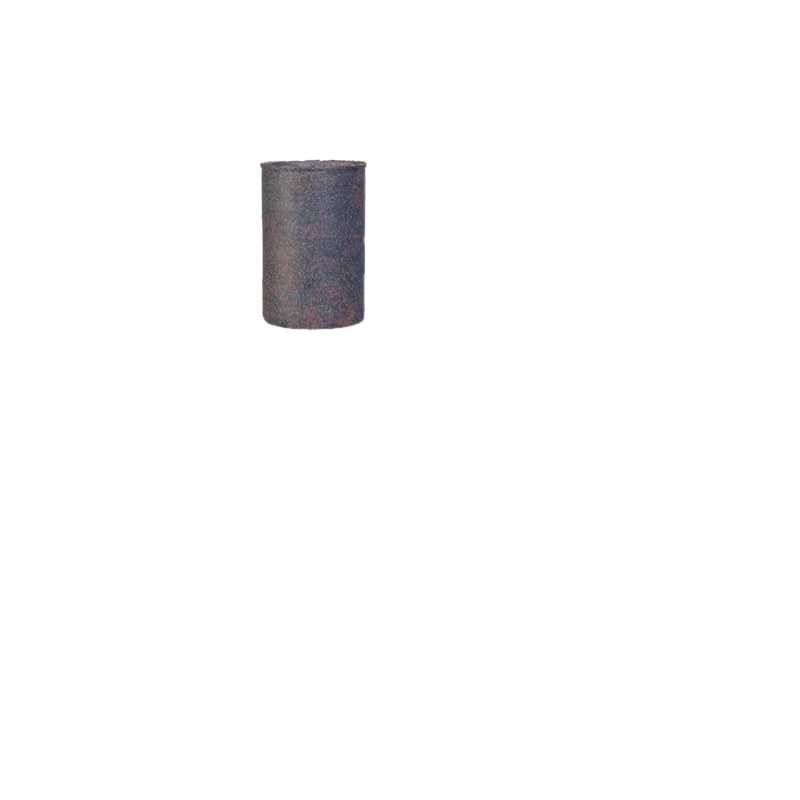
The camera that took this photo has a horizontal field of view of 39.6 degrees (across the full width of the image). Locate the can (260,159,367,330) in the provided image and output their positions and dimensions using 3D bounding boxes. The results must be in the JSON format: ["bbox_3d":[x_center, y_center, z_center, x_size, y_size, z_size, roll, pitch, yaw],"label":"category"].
[{"bbox_3d":[-0.056,-0.101,0.710,0.068,0.100,0.070,0,10,-2],"label":"can"}]
